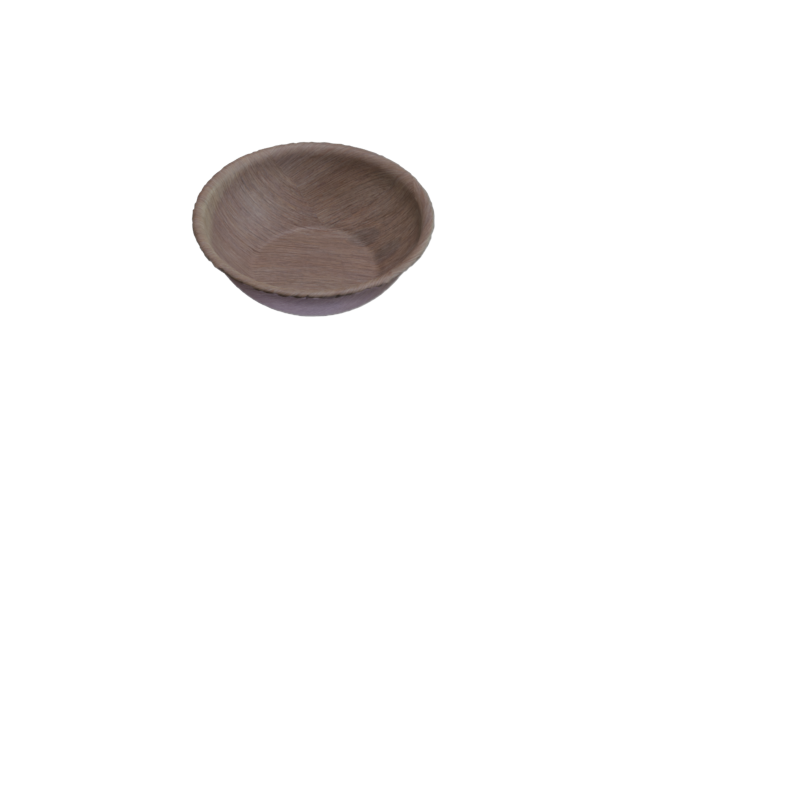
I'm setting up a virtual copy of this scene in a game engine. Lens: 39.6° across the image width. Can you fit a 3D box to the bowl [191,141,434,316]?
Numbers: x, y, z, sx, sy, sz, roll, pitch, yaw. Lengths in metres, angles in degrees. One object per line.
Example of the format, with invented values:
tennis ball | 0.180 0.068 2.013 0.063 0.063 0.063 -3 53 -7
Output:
bowl | -0.059 -0.108 0.755 0.162 0.174 0.051 -1 -44 -1
